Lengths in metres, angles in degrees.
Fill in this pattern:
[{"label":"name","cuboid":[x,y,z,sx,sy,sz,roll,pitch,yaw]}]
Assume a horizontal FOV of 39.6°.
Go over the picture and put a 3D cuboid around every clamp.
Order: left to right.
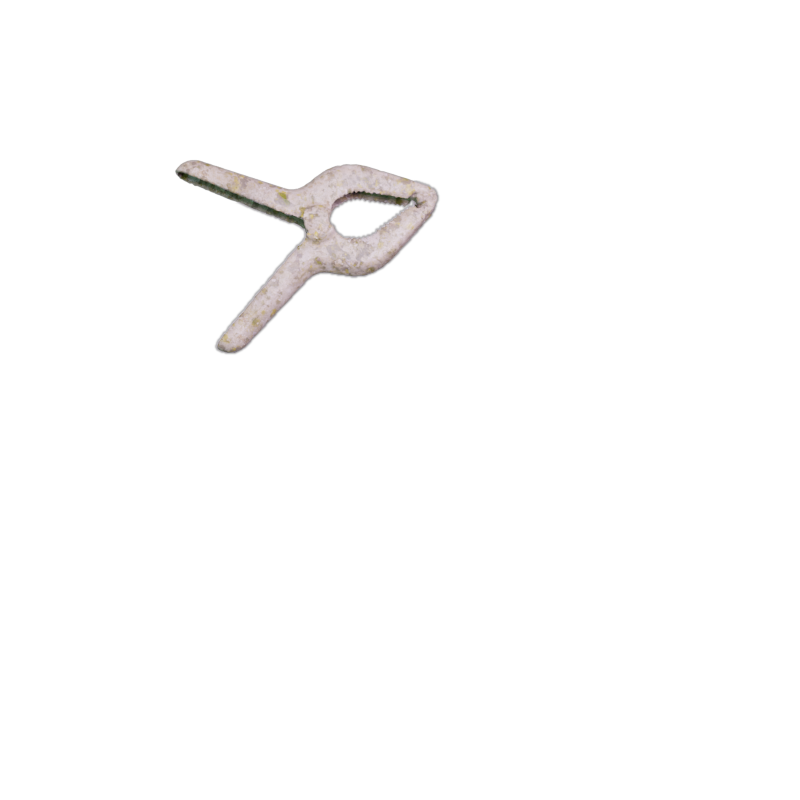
[{"label":"clamp","cuboid":[-0.070,-0.128,0.899,0.209,0.171,0.035,-8,-15,-2]}]
